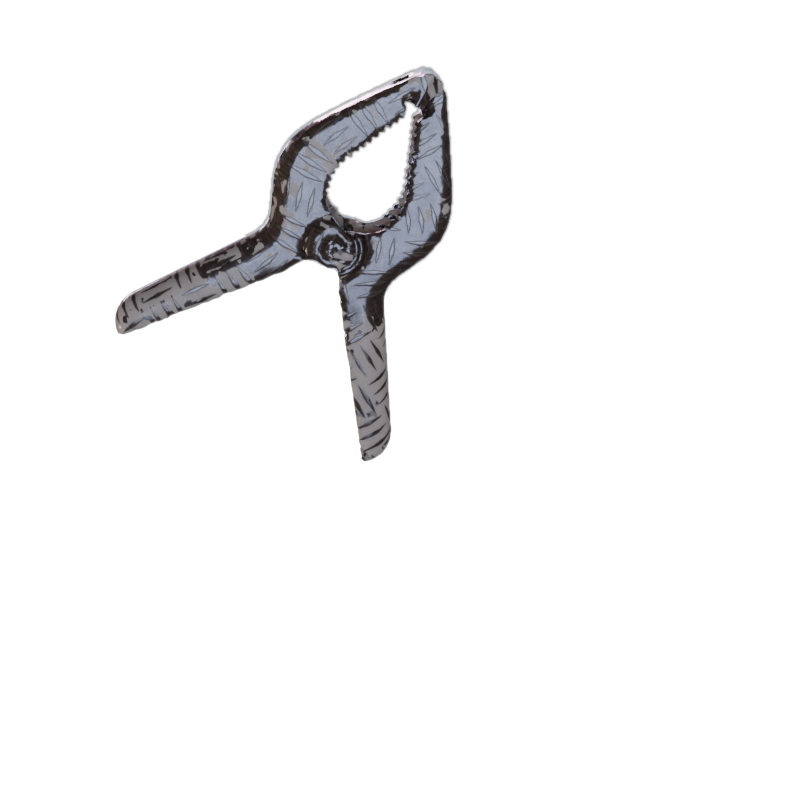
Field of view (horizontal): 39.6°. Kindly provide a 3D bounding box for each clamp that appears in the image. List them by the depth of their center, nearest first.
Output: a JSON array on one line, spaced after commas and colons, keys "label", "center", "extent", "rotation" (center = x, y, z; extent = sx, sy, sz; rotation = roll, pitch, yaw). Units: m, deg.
[{"label": "clamp", "center": [-0.045, -0.083, 0.581], "extent": [0.162, 0.205, 0.038], "rotation": [22, 16, -7]}]
